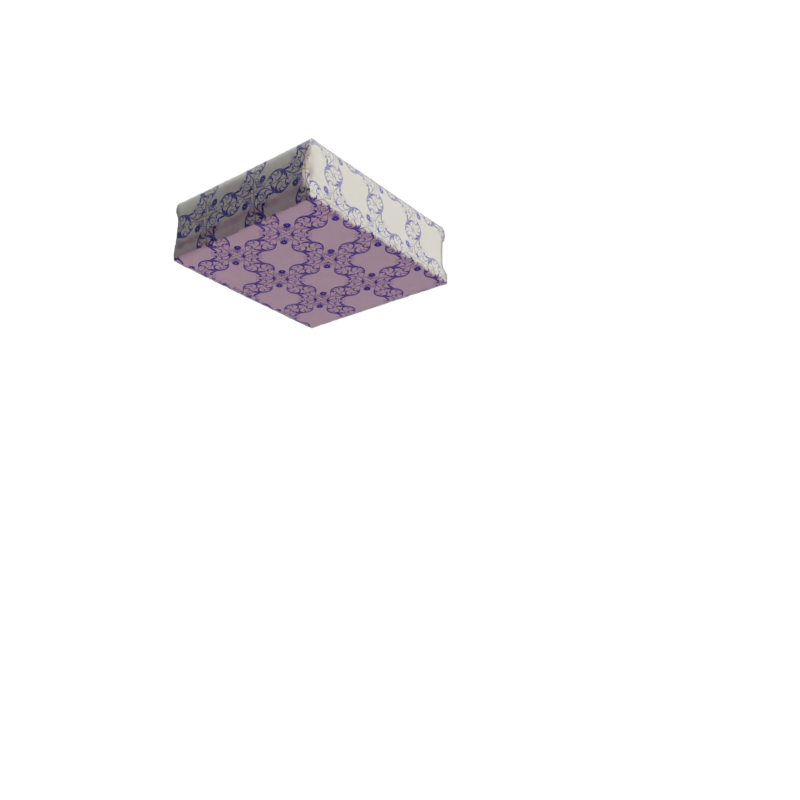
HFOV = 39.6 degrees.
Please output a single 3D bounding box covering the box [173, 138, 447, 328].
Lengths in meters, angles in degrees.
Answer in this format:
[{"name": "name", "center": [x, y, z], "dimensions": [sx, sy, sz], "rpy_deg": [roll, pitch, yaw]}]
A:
[{"name": "box", "center": [-0.035, -0.064, 0.451], "dimensions": [0.074, 0.032, 0.083], "rpy_deg": [-18, -29, 35]}]
